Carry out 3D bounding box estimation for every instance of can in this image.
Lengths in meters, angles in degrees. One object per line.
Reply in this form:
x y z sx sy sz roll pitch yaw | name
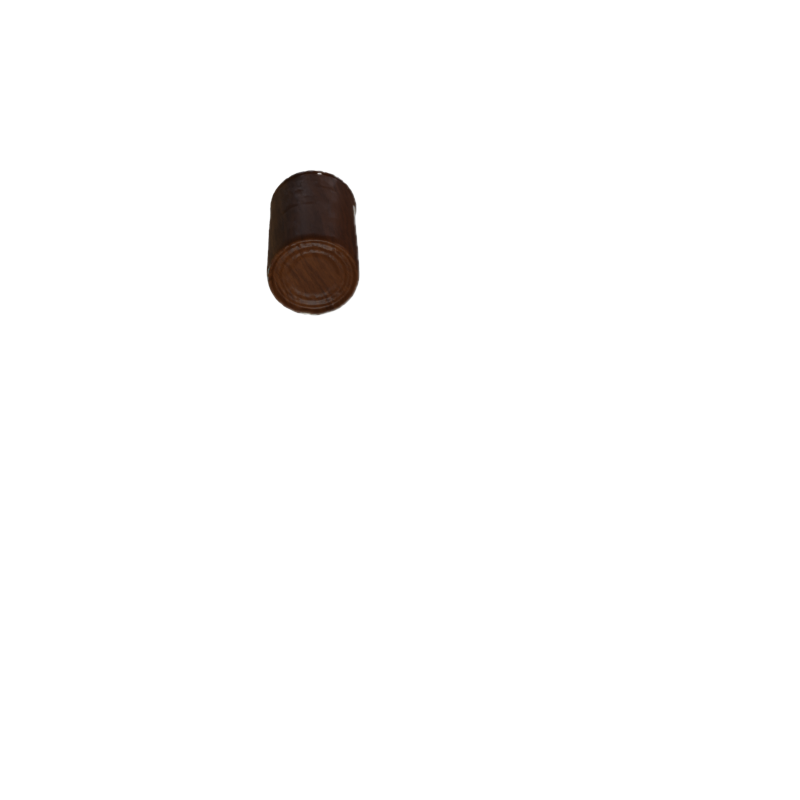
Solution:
-0.065 -0.118 0.827 0.068 0.064 0.109 -1 36 -3 | can
